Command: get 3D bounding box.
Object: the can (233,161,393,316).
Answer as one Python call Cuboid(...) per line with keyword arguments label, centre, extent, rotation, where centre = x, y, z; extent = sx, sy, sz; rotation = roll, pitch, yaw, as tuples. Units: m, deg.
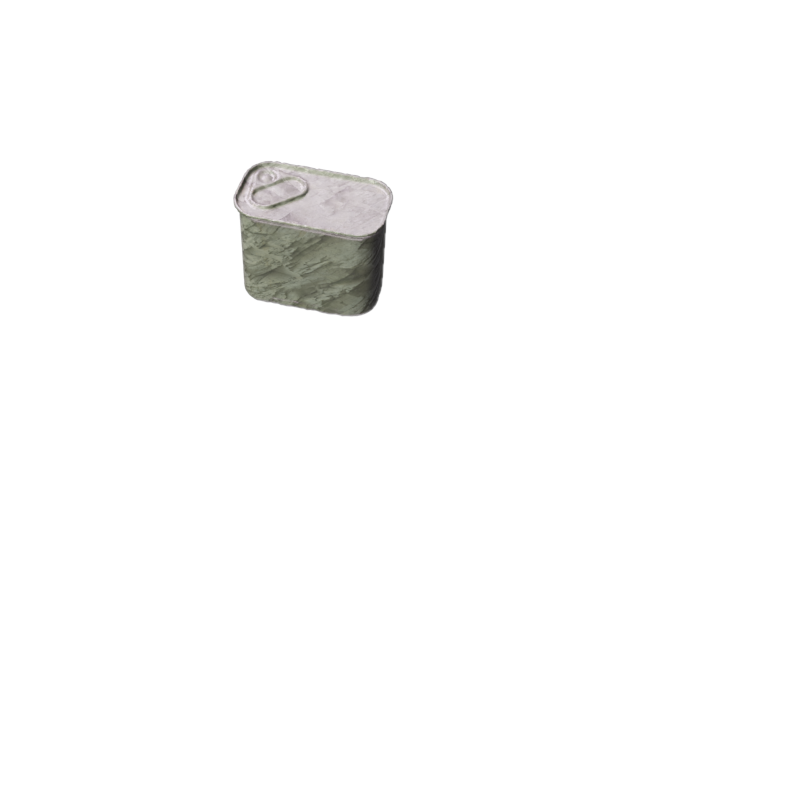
Cuboid(label="can", centre=(-0.059, -0.108, 0.753), extent=(0.104, 0.061, 0.078), rotation=(12, -41, 9))
